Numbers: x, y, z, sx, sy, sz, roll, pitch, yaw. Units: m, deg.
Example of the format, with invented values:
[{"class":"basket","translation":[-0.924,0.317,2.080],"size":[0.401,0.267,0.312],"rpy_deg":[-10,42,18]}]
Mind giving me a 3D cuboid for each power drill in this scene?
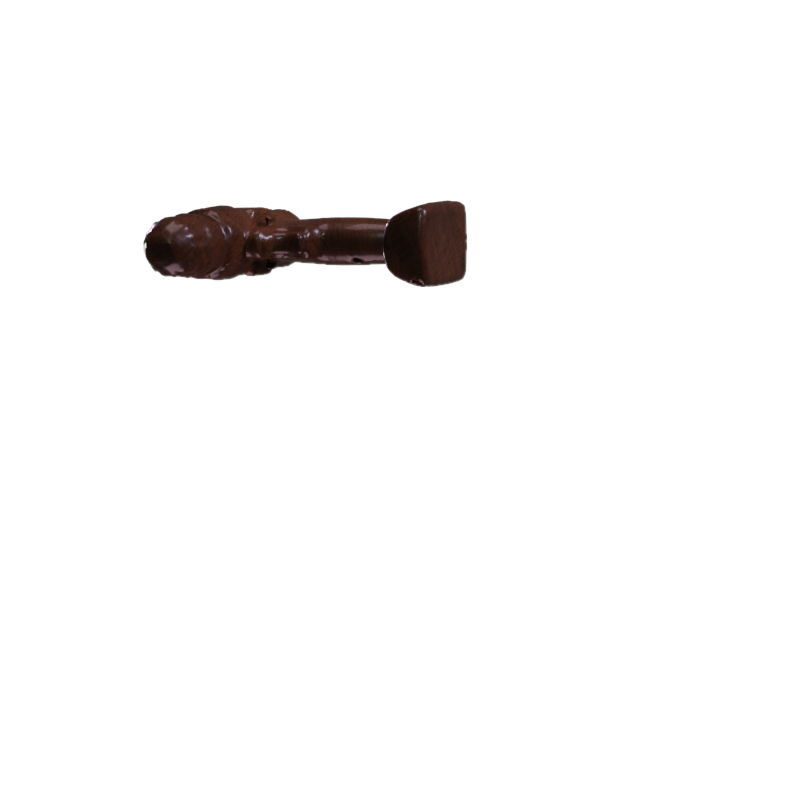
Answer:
[{"class":"power drill","translation":[-0.060,-0.109,0.762],"size":[0.194,0.056,0.182],"rpy_deg":[5,13,23]}]
